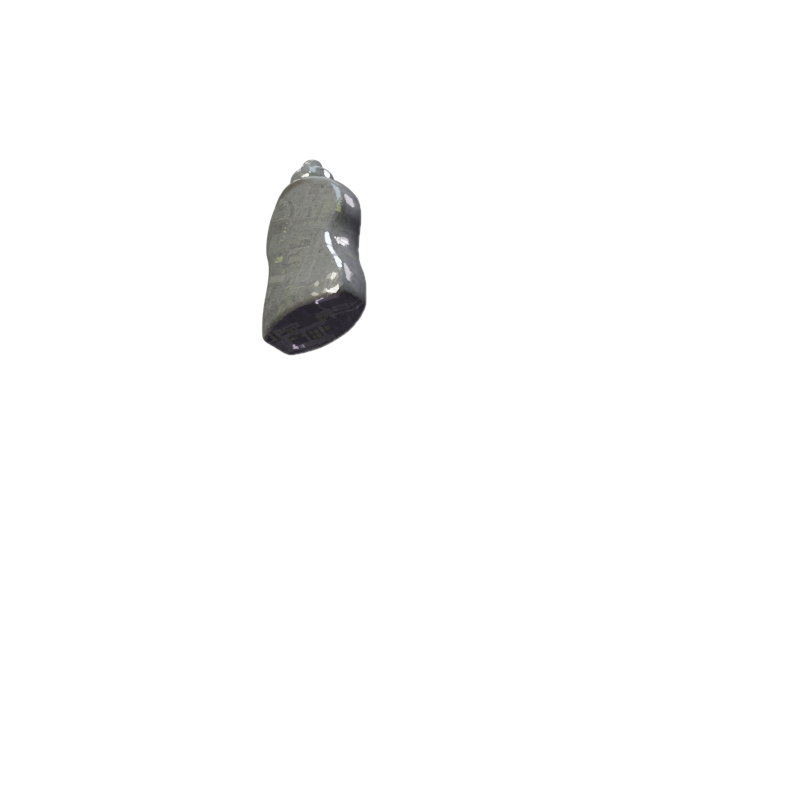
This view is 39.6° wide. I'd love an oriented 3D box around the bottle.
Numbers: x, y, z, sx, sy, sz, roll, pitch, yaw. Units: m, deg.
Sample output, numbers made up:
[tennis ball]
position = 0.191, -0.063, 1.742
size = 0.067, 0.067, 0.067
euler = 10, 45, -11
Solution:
[bottle]
position = -0.076, -0.138, 0.967
size = 0.095, 0.206, 0.055
euler = -33, -48, 31
